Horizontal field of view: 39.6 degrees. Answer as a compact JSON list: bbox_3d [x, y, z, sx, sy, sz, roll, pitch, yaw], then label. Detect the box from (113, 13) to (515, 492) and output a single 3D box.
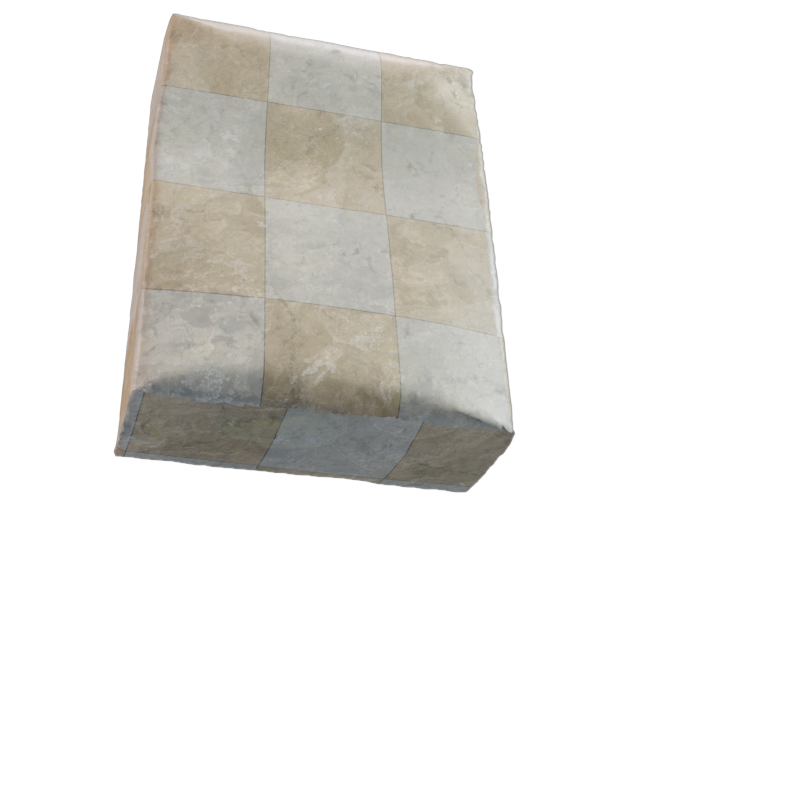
[{"bbox_3d":[-0.041,-0.075,0.523,0.161,0.228,0.069,7,-33,-14],"label":"box"}]
